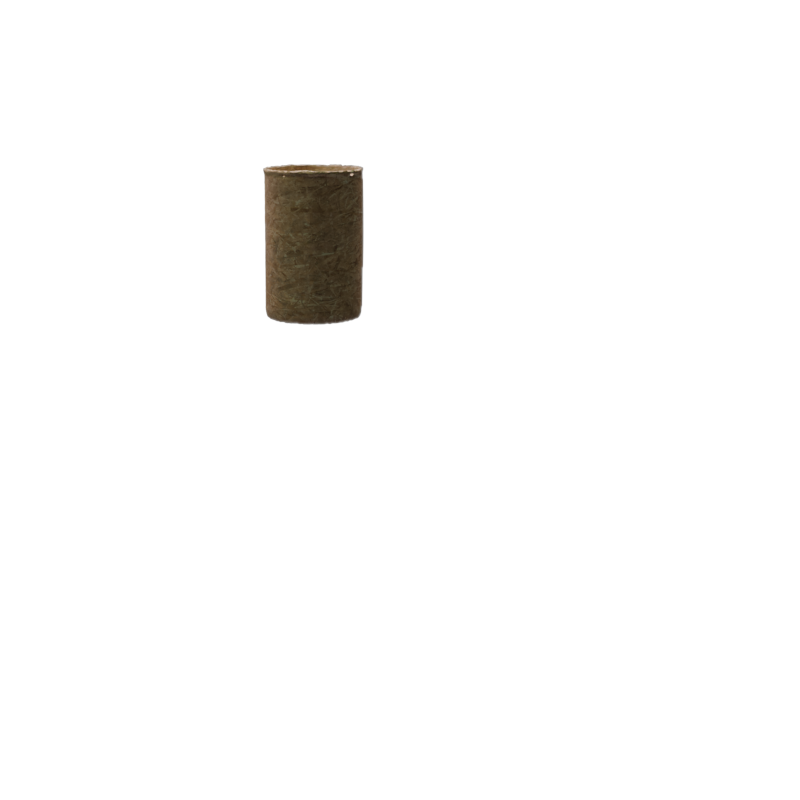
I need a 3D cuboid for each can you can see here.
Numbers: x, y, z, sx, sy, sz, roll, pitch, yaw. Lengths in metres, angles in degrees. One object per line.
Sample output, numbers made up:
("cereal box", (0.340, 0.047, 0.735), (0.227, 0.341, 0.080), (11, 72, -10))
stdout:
("can", (-0.059, -0.108, 0.757), (0.068, 0.100, 0.070), (0, 11, -2))
